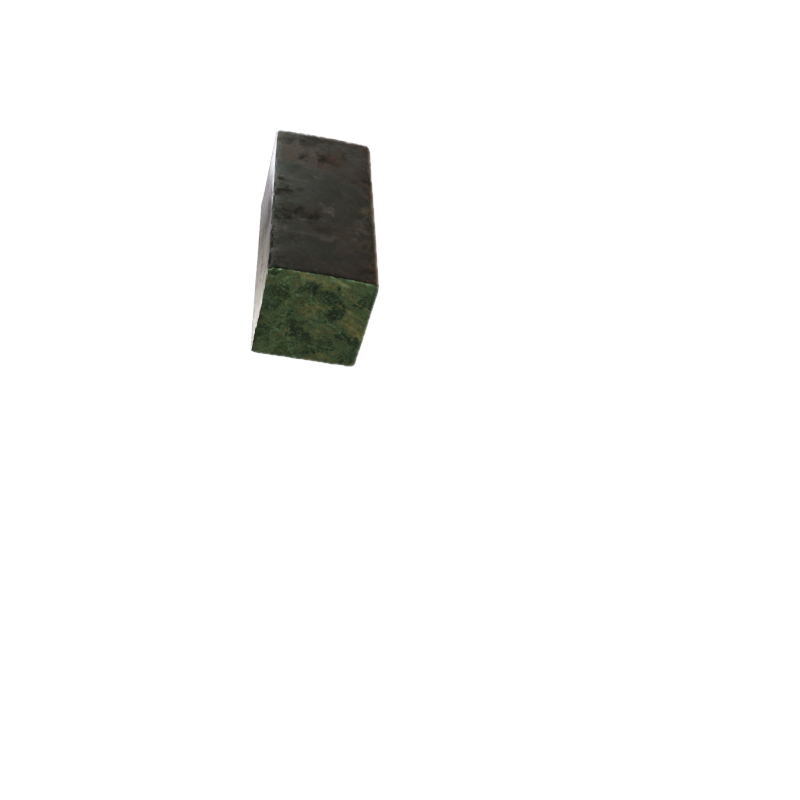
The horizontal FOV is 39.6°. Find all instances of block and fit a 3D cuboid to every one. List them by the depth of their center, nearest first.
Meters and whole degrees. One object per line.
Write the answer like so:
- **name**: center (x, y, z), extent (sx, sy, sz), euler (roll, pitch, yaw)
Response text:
- **block**: center (-0.075, -0.137, 0.961), extent (0.089, 0.086, 0.221), euler (8, 40, -11)
